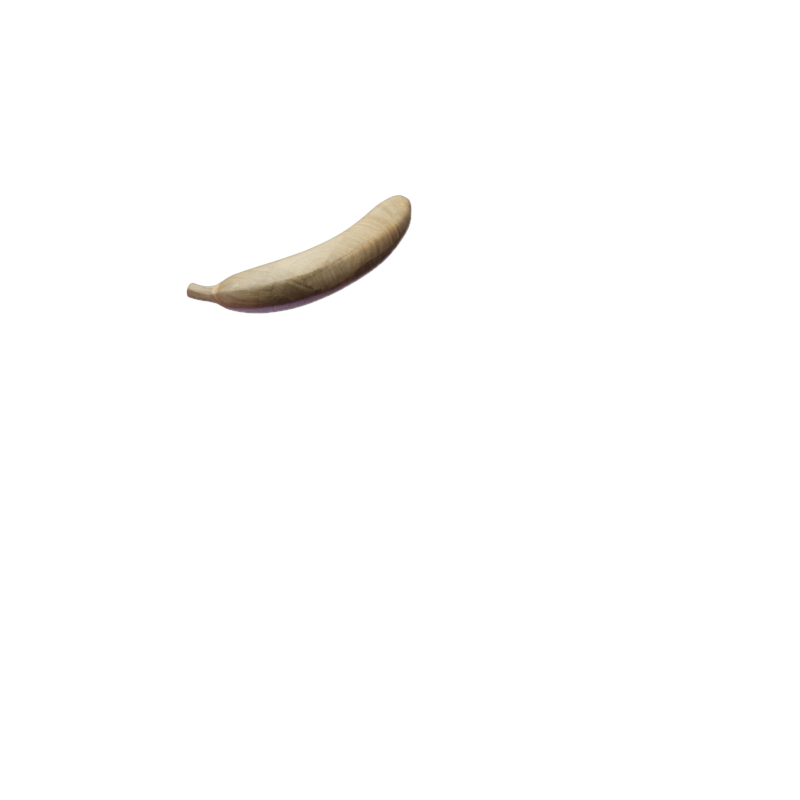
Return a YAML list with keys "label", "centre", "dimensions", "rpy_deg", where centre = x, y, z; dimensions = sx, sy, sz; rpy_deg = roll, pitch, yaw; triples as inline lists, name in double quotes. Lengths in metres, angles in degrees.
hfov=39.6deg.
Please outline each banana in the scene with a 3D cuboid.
- label: "banana"
  centre: [-0.058, -0.107, 0.823]
  dimensions: [0.196, 0.034, 0.075]
  rpy_deg: [-25, 48, -26]
